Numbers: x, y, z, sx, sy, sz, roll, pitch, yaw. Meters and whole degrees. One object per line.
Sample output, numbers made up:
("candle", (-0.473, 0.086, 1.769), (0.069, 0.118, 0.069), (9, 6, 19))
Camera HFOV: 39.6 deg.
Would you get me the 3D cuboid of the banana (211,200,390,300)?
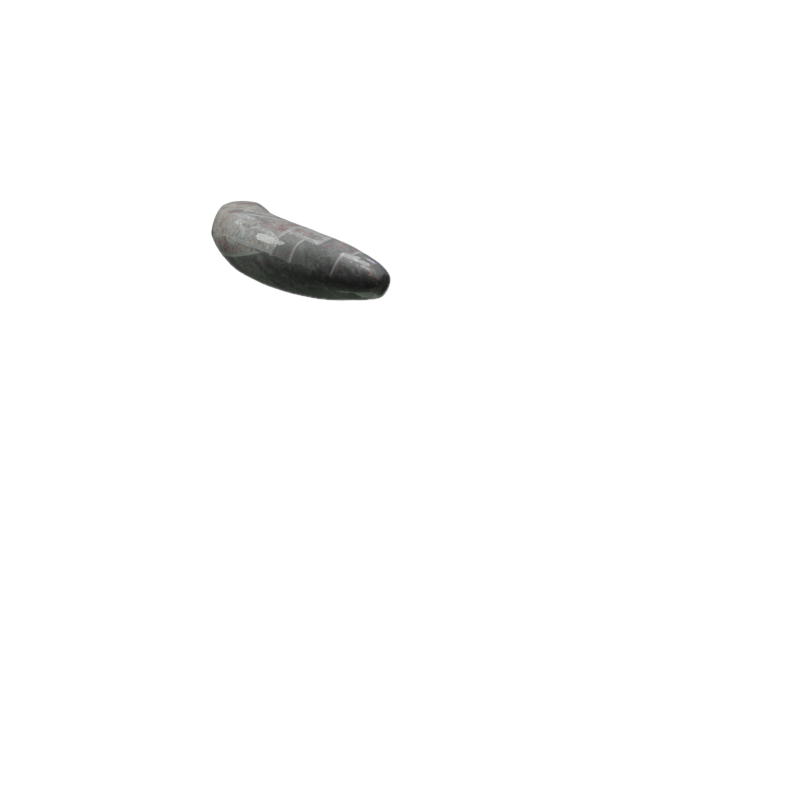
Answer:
("banana", (-0.069, -0.090, 0.635), (0.068, 0.035, 0.208), (-5, 19, -18))
